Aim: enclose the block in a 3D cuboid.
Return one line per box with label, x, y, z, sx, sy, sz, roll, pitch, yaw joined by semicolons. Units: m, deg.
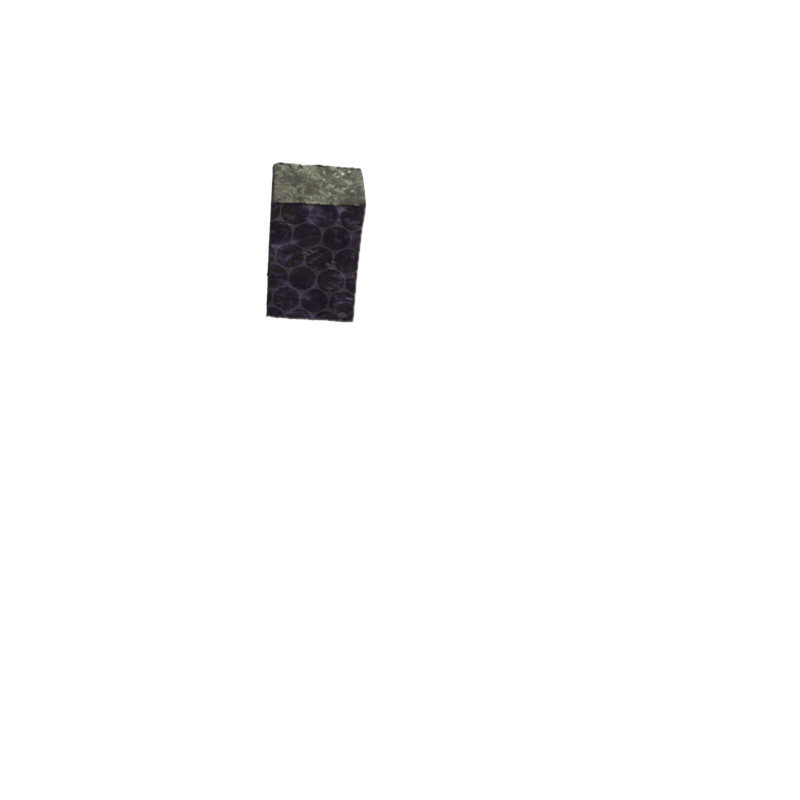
block;-0.050;-0.091;0.635;0.052;0.073;0.055;4;34;-5
